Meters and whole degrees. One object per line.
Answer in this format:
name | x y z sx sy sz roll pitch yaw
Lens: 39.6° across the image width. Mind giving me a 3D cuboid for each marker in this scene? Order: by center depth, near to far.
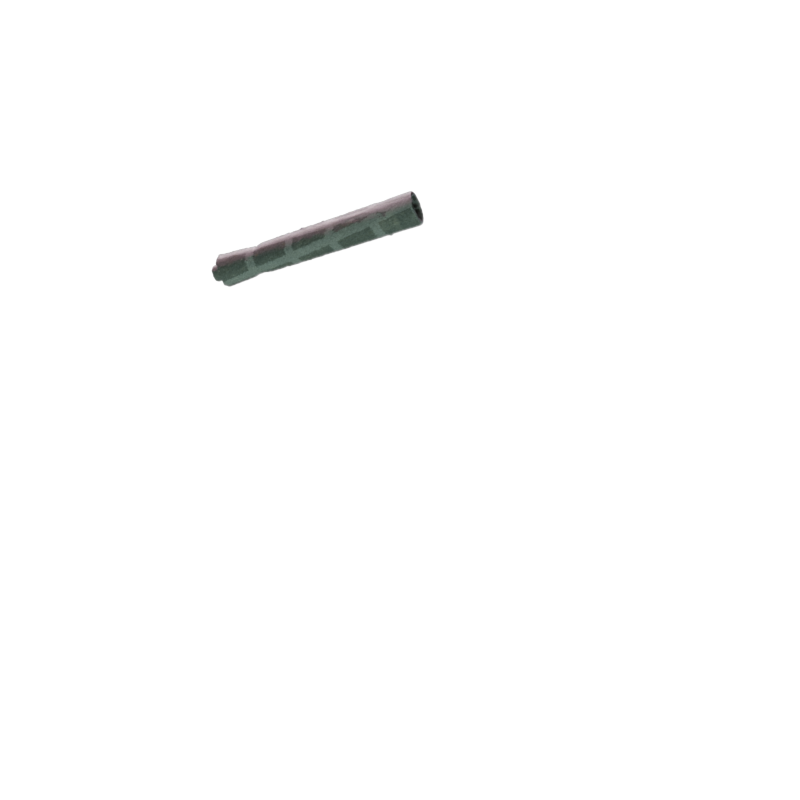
marker | -0.047 -0.085 0.598 0.122 0.020 0.019 -15 -1 18
